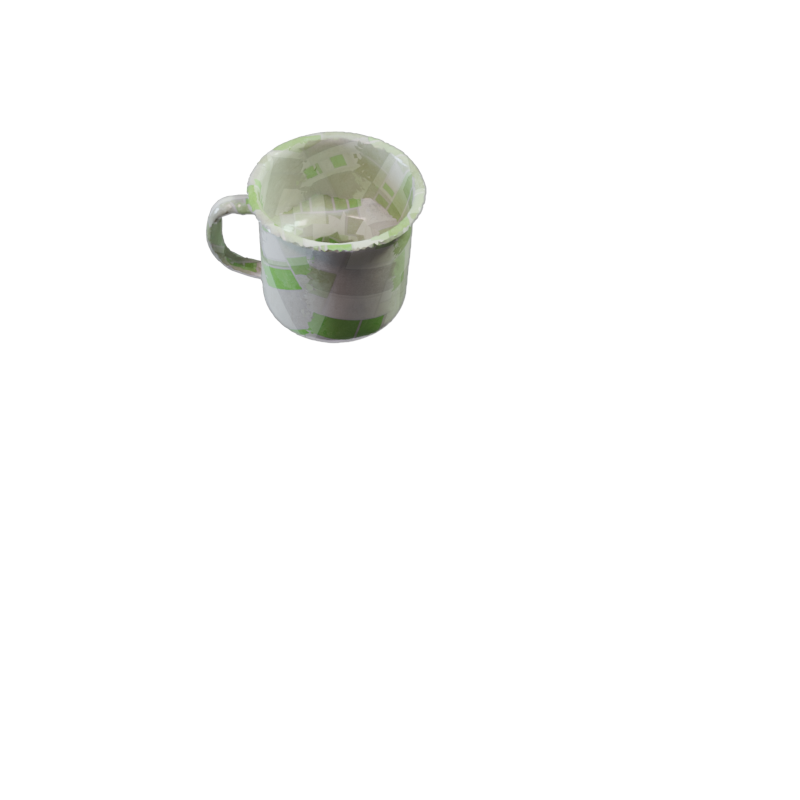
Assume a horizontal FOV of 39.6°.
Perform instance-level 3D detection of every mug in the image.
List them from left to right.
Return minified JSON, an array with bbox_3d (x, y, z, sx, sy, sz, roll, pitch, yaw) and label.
[{"bbox_3d":[-0.047,-0.086,0.603,0.117,0.100,0.076,1,-42,0],"label":"mug"}]
